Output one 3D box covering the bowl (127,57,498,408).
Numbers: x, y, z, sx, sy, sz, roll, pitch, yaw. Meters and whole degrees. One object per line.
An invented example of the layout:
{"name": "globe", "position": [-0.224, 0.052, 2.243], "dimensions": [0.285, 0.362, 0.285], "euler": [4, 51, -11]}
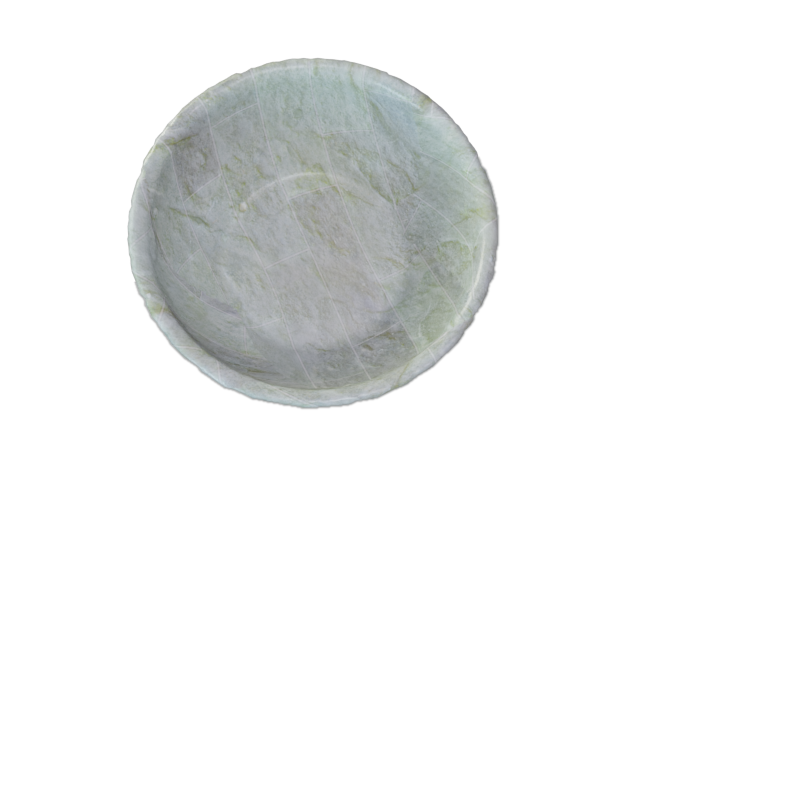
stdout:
{"name": "bowl", "position": [-0.040, -0.072, 0.507], "dimensions": [0.162, 0.169, 0.053], "euler": [-1, -17, -1]}
